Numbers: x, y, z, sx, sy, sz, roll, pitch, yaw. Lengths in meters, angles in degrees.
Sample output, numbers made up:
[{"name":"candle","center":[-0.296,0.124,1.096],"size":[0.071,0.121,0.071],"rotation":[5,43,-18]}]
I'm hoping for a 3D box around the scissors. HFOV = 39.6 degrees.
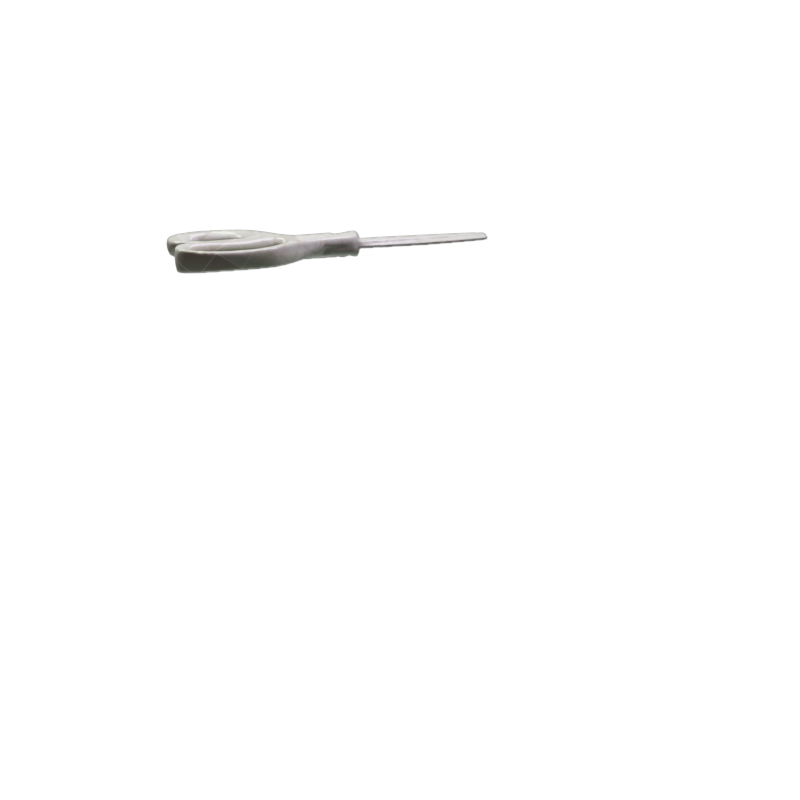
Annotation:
[{"name":"scissors","center":[-0.053,-0.096,0.672],"size":[0.196,0.015,0.102],"rotation":[-12,20,-36]}]
